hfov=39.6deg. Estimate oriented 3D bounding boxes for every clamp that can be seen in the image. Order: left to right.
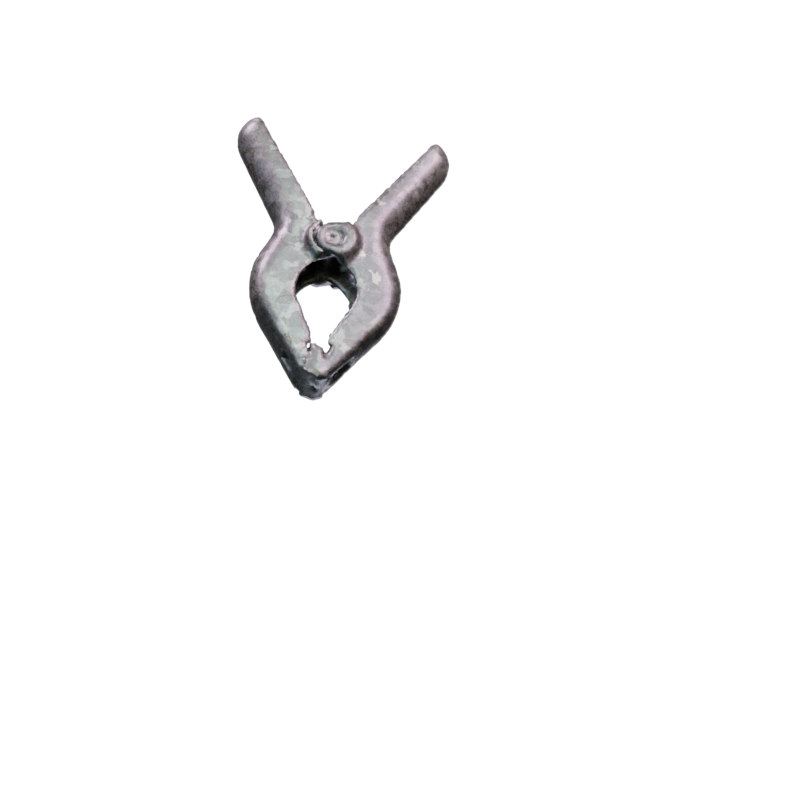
[{"bbox_3d":[-0.047,-0.085,0.596,0.122,0.181,0.037,11,-35,7],"label":"clamp"}]
